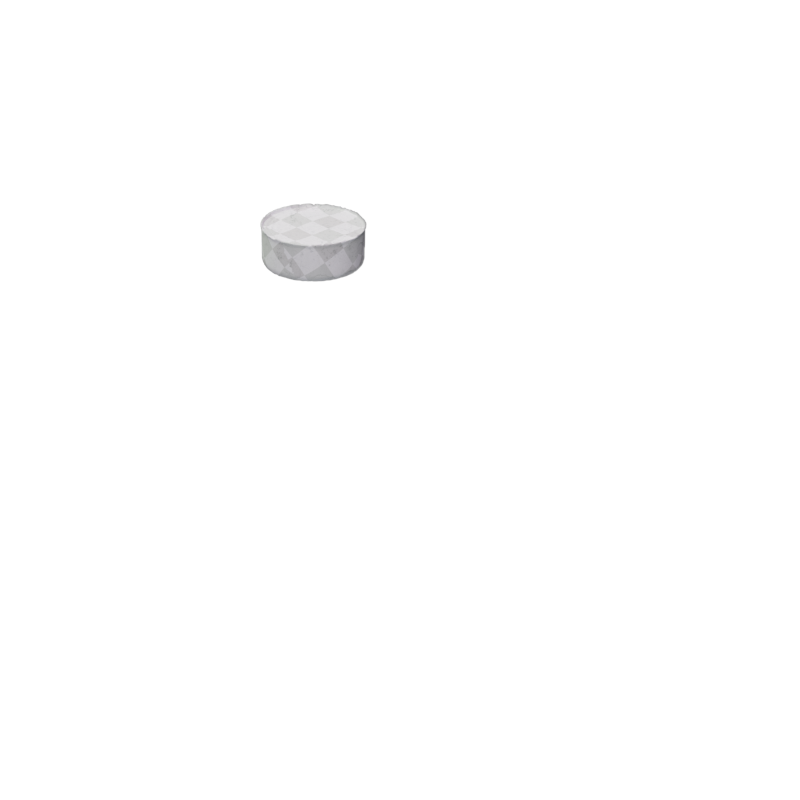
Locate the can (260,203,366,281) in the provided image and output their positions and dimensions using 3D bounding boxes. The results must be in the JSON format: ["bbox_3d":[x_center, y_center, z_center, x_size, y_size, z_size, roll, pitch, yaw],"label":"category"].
[{"bbox_3d":[-0.071,-0.129,0.903,0.086,0.032,0.091,-1,30,-2],"label":"can"}]
